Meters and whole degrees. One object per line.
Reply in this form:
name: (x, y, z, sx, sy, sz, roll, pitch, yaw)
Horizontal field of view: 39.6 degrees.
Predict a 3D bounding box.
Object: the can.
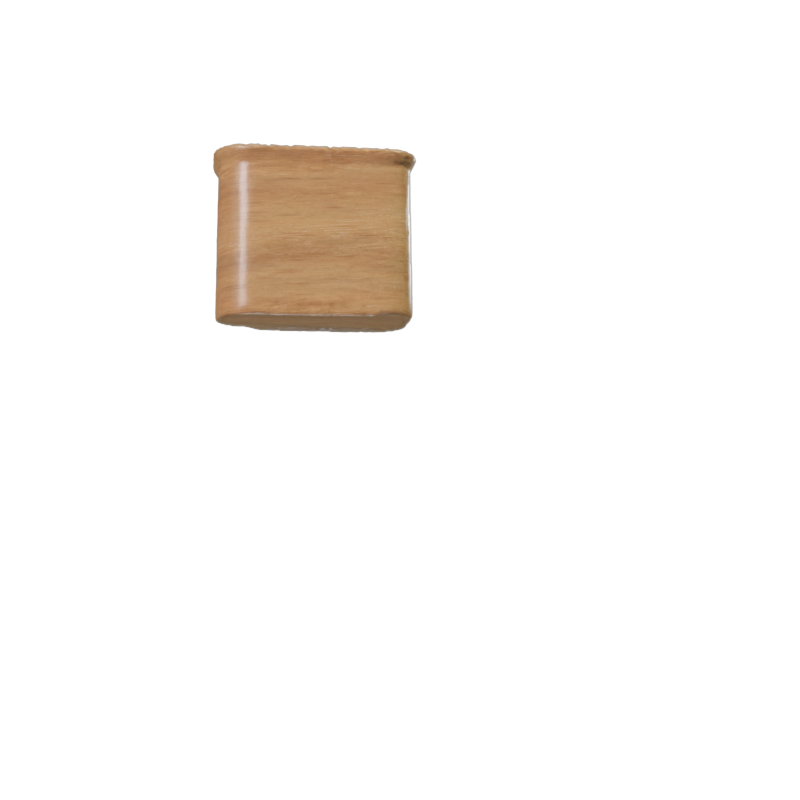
can: (-0.043, -0.079, 0.556, 0.101, 0.086, 0.056, 1, -11, -7)
